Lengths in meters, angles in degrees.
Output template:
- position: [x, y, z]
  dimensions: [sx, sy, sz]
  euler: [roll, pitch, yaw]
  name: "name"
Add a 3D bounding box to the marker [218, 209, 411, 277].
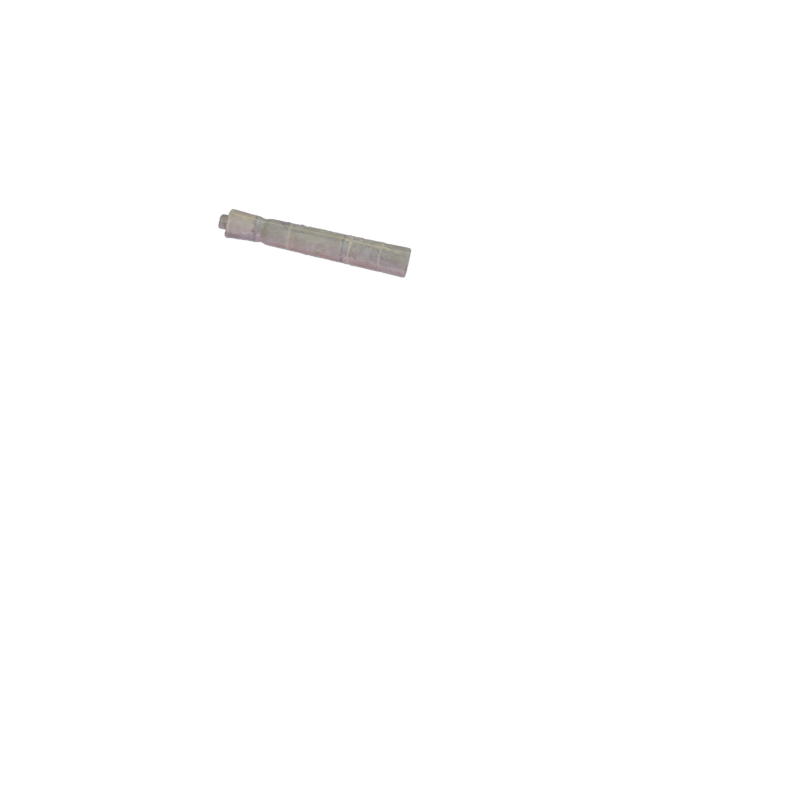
- position: [-0.054, -0.099, 0.690]
  dimensions: [0.122, 0.020, 0.020]
  euler: [14, 5, 7]
  name: "marker"
